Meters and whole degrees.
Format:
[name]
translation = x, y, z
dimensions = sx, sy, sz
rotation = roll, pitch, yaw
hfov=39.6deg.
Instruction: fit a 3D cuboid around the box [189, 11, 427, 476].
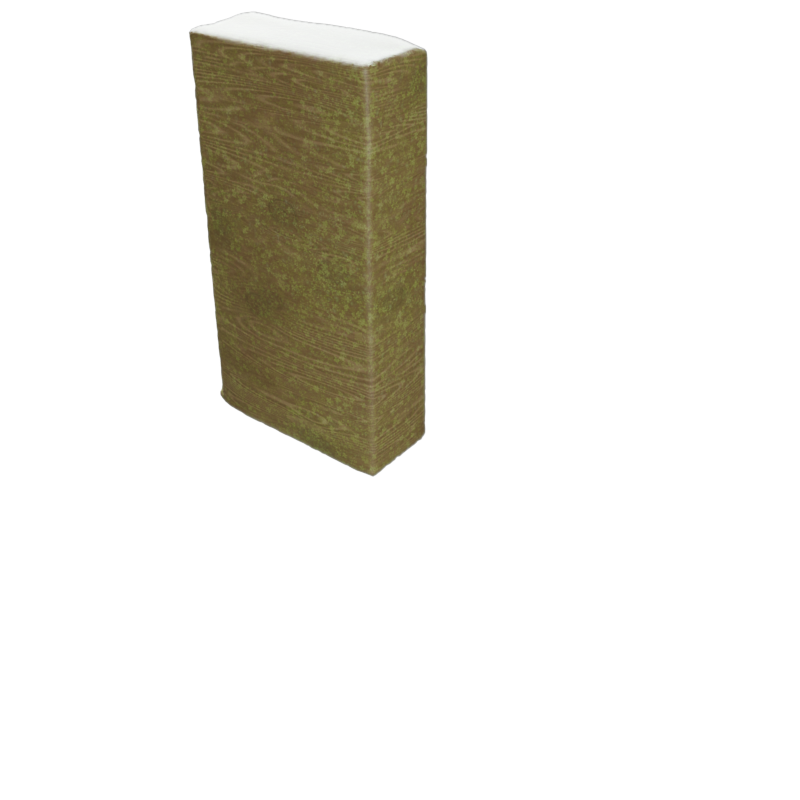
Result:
[box]
translation = -0.036, -0.066, 0.459
dimensions = 0.099, 0.167, 0.048
rotation = 22, 32, 34
